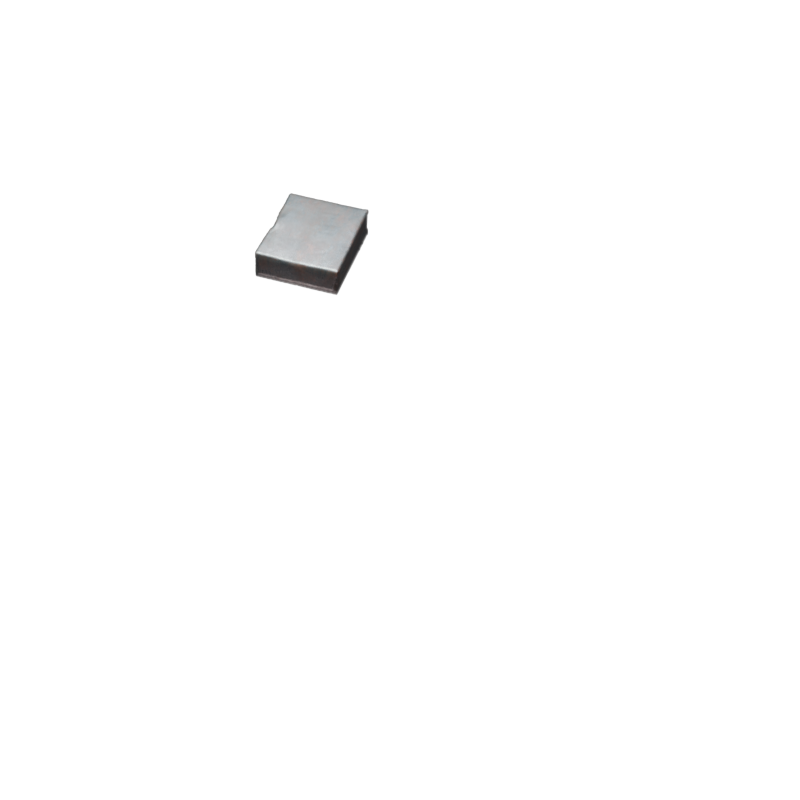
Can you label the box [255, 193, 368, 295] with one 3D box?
[{"bbox_3d":[-0.074,-0.134,0.940,0.075,0.028,0.093,13,46,12],"label":"box"}]
